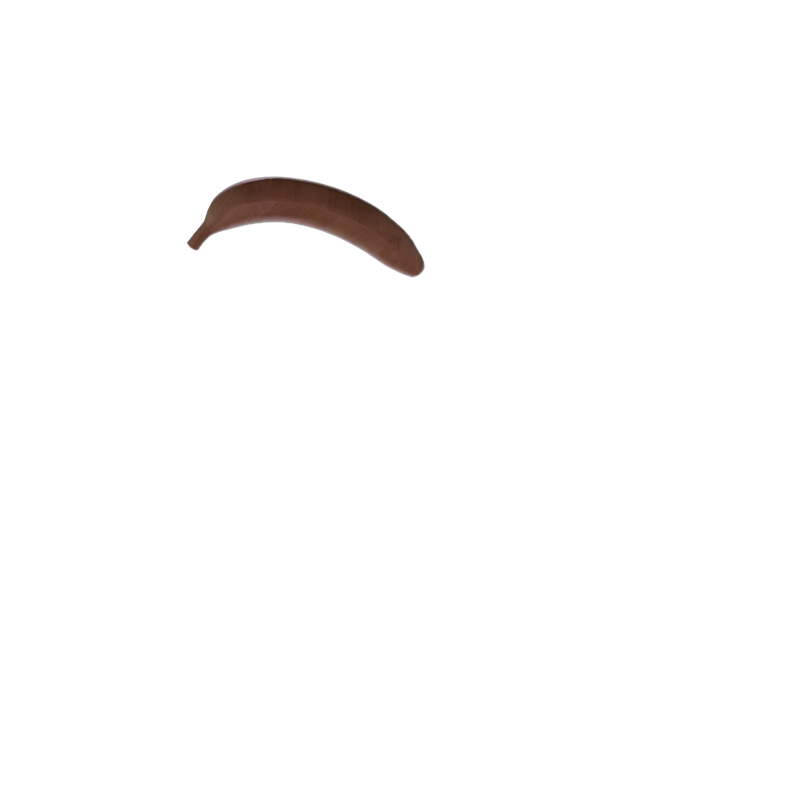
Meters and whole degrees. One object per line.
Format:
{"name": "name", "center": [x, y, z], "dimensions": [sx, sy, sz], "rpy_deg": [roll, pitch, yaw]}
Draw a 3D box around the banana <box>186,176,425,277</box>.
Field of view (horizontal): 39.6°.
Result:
{"name": "banana", "center": [-0.072, -0.146, 0.910], "dimensions": [0.196, 0.066, 0.039], "rpy_deg": [8, 31, -5]}
